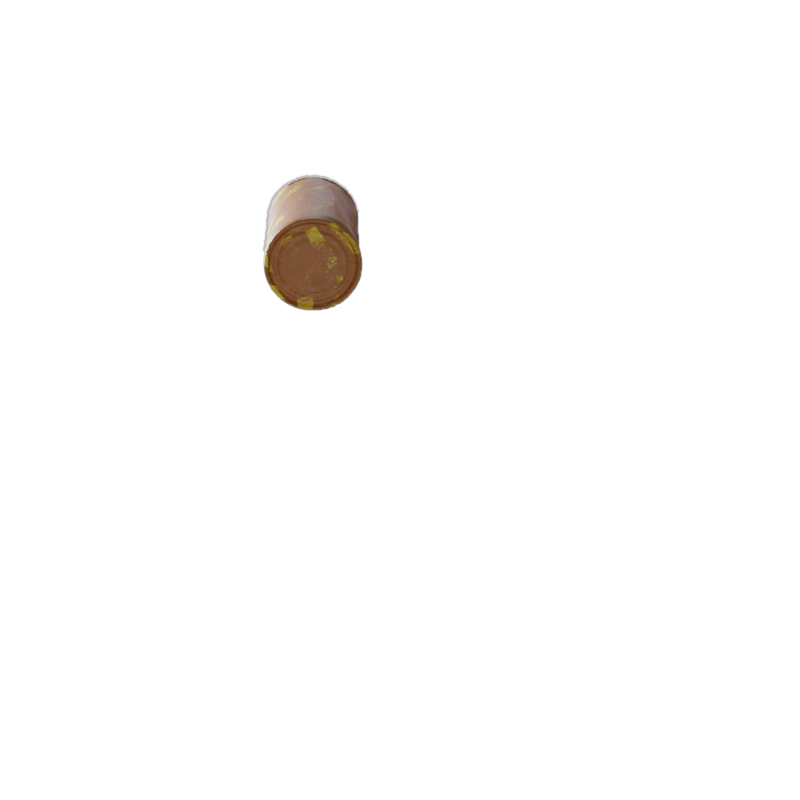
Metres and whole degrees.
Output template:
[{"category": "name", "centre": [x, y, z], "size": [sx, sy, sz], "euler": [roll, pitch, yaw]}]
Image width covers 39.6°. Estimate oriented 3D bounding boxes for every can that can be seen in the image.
[{"category": "can", "centre": [-0.061, -0.111, 0.779], "size": [0.068, 0.065, 0.107], "euler": [0, 24, -3]}]
